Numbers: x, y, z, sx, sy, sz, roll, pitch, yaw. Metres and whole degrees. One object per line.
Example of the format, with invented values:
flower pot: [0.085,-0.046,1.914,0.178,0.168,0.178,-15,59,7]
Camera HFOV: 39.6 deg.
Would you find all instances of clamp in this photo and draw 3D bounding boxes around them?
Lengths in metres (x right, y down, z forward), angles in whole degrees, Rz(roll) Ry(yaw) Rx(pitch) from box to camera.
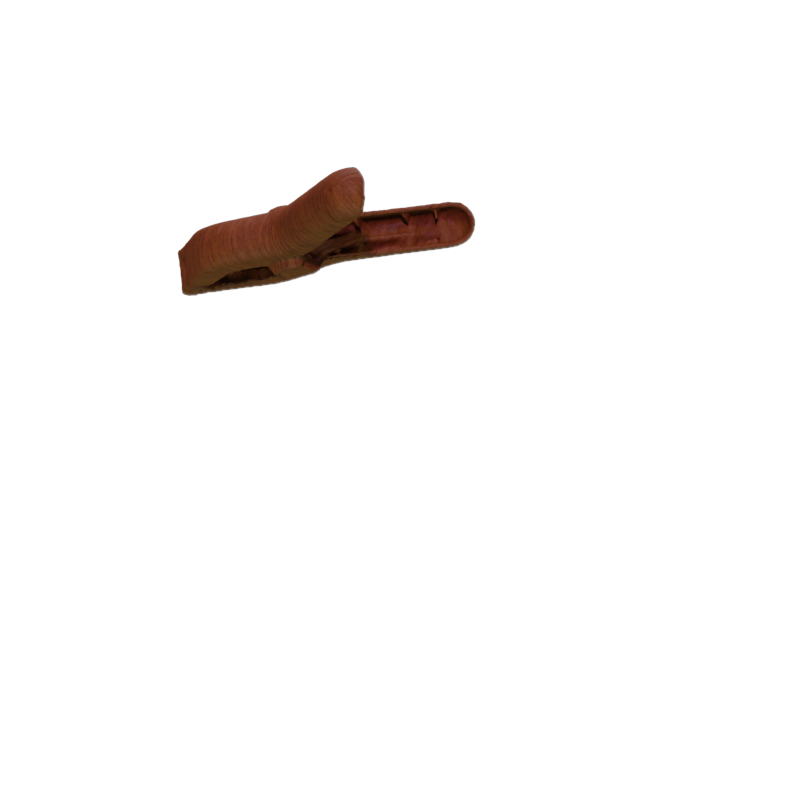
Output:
clamp: [-0.048,-0.087,0.610,0.175,0.040,0.114,-9,-13,42]
